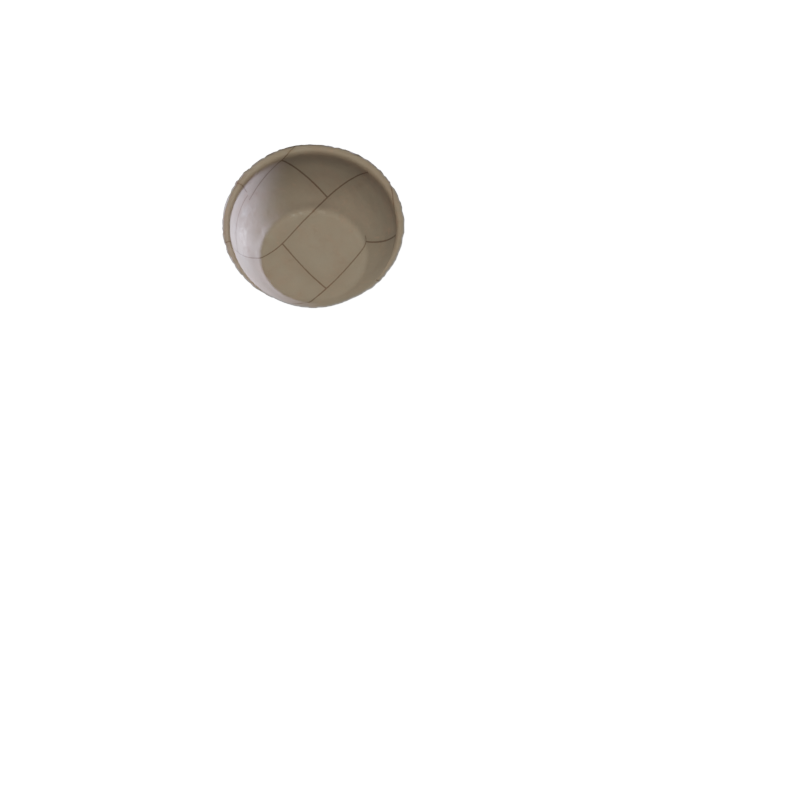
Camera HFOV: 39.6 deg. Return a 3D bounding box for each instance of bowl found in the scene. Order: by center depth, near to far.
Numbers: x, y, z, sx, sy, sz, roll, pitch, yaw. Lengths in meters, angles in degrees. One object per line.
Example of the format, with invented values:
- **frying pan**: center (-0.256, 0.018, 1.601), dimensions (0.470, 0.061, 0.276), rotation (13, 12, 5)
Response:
- **bowl**: center (-0.075, -0.137, 0.960), dimensions (0.162, 0.152, 0.059), rotation (1, 31, -1)
